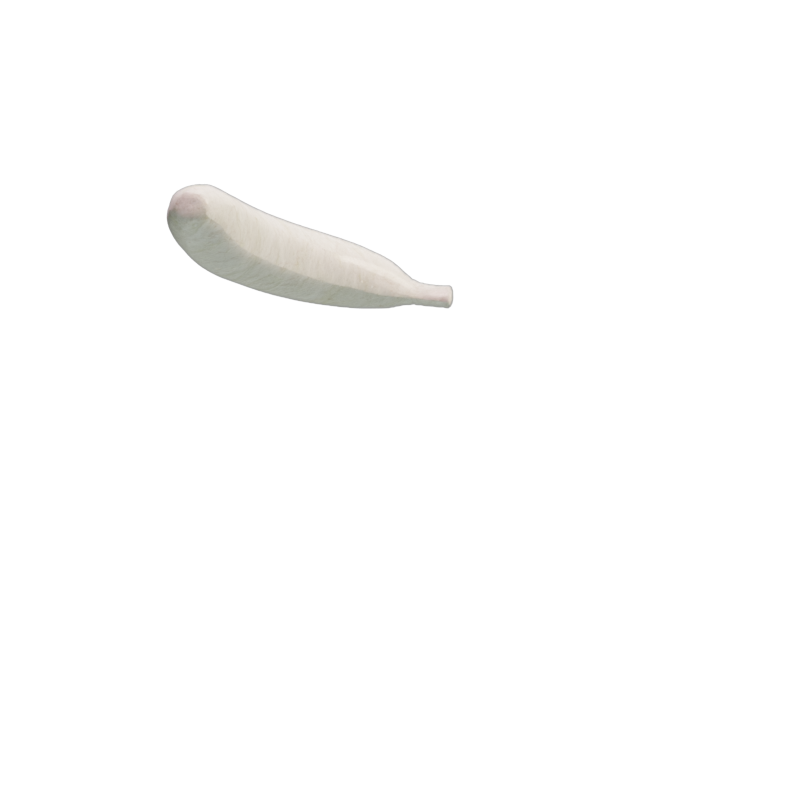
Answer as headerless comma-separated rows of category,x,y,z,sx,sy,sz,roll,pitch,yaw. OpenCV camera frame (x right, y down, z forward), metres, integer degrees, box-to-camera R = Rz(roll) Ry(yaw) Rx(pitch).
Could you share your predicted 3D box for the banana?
banana,-0.054,-0.074,0.546,0.071,0.038,0.187,-8,-11,38
